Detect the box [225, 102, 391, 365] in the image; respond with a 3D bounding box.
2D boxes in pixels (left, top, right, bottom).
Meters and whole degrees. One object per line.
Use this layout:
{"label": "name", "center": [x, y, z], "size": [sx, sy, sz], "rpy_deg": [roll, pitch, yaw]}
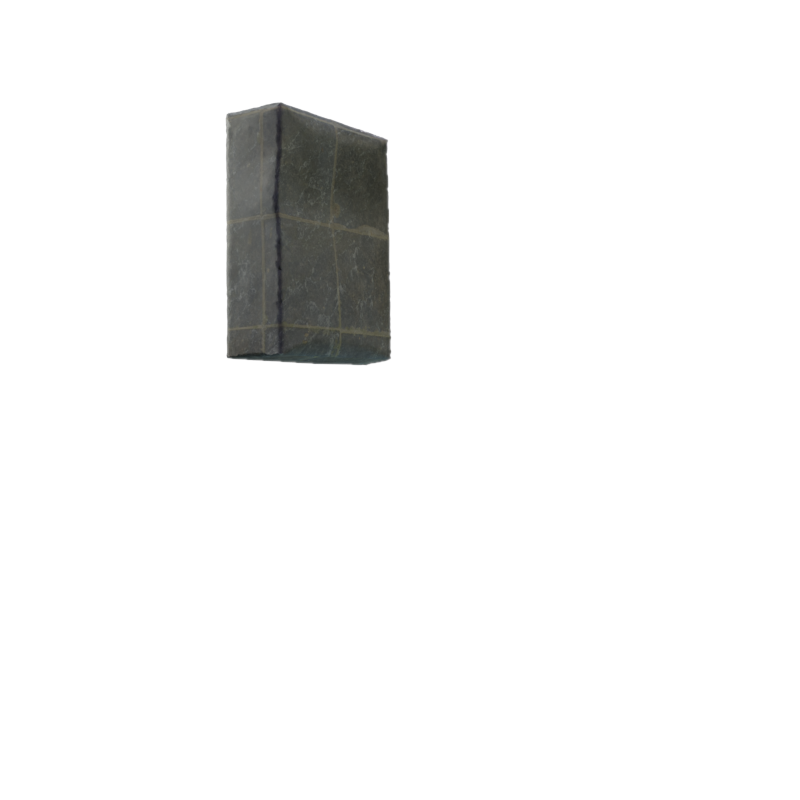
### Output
{"label": "box", "center": [-0.077, -0.141, 0.985], "size": [0.074, 0.218, 0.156], "rpy_deg": [-6, -8, 35]}
